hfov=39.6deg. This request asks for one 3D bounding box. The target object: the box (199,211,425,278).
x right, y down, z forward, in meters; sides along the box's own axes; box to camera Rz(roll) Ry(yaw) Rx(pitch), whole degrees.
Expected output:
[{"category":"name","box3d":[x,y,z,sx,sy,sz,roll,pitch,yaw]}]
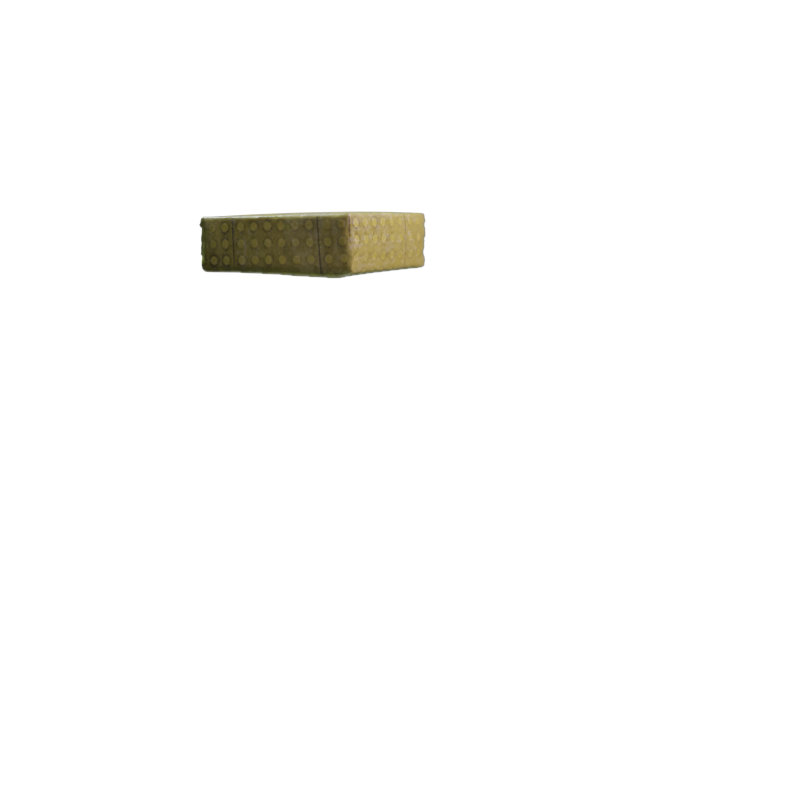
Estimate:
[{"category":"box","box3d":[-0.054,-0.098,0.690,0.118,0.038,0.088,6,11,32]}]
